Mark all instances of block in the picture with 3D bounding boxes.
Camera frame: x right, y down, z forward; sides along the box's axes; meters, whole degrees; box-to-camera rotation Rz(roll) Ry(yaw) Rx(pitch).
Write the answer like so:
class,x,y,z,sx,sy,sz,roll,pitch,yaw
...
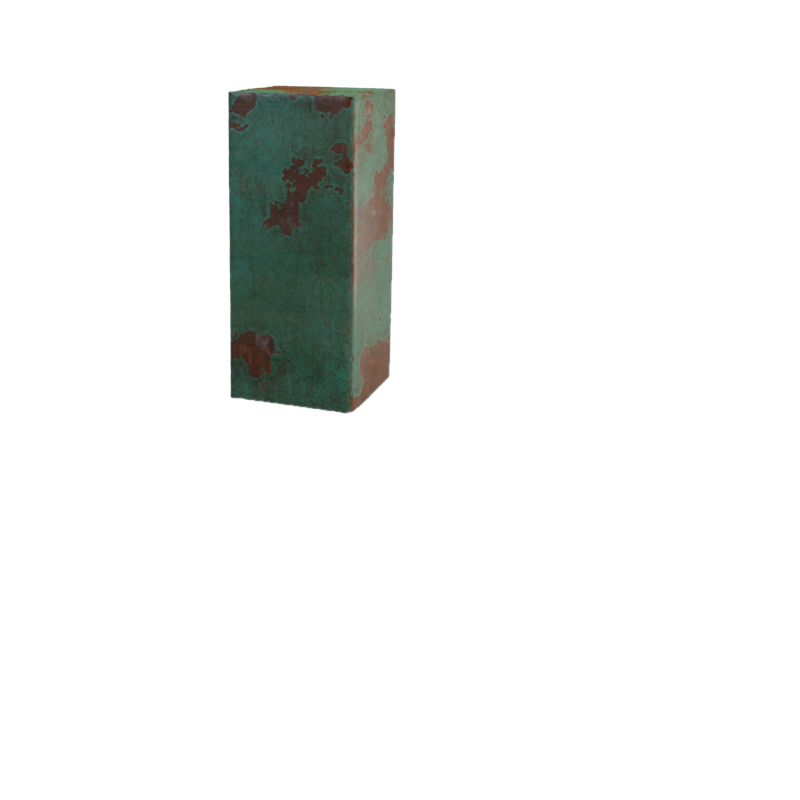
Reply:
class,x,y,z,sx,sy,sz,roll,pitch,yaw
block,-0.059,-0.108,0.756,0.093,0.201,0.090,5,13,19
